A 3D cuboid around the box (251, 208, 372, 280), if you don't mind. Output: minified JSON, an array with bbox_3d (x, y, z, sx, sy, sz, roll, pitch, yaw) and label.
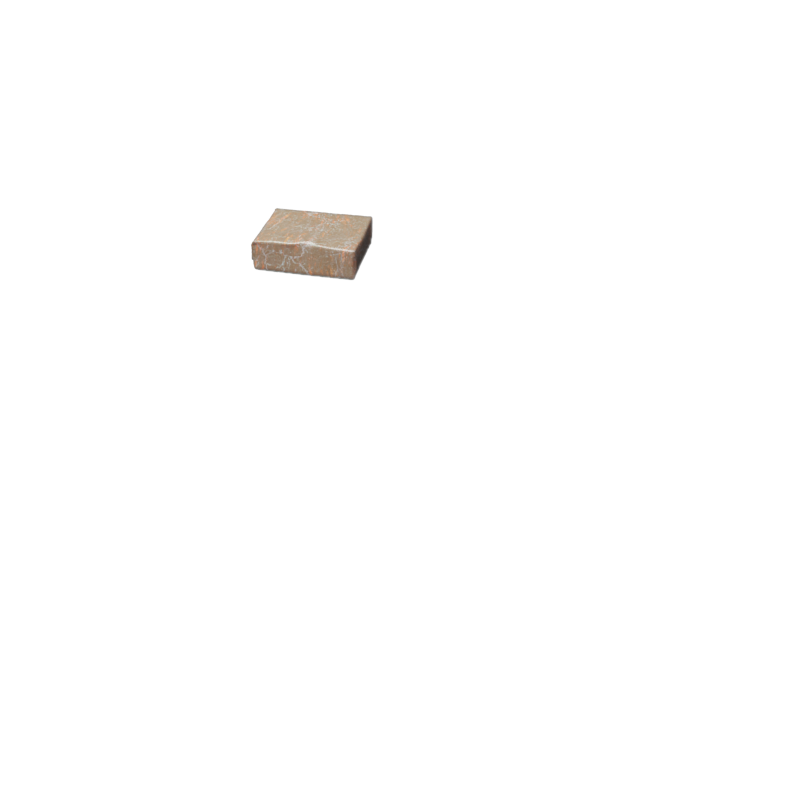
[{"bbox_3d":[-0.074,-0.134,0.939,0.091,0.028,0.076,7,31,11],"label":"box"}]
